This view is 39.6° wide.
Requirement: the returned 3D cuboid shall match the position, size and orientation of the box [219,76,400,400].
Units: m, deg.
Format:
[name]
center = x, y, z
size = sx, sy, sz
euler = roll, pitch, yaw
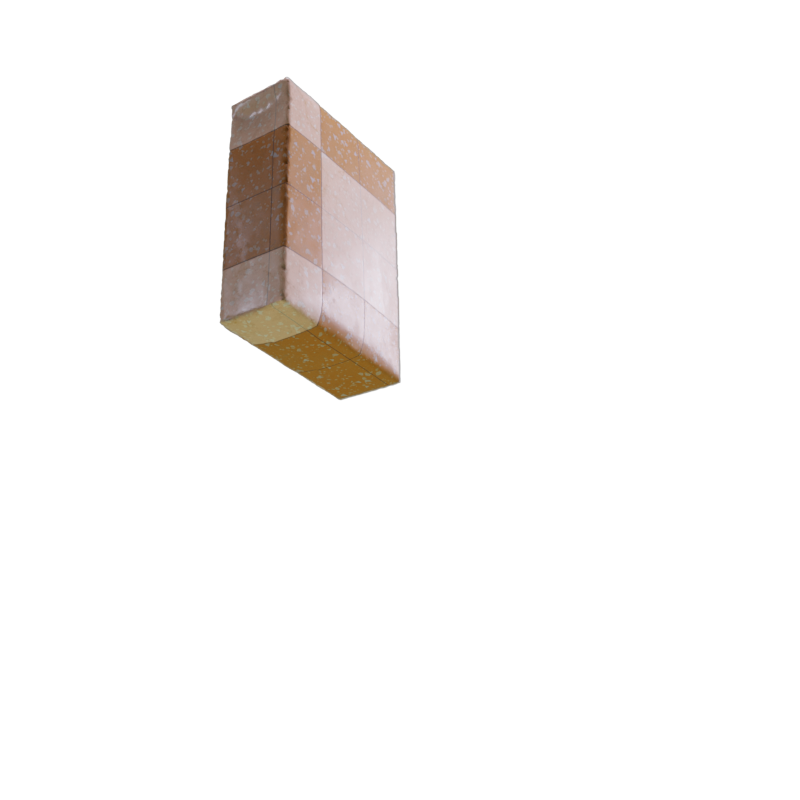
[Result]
[box]
center = -0.071, -0.130, 0.912
size = 0.072, 0.228, 0.152
euler = -21, -35, 28
